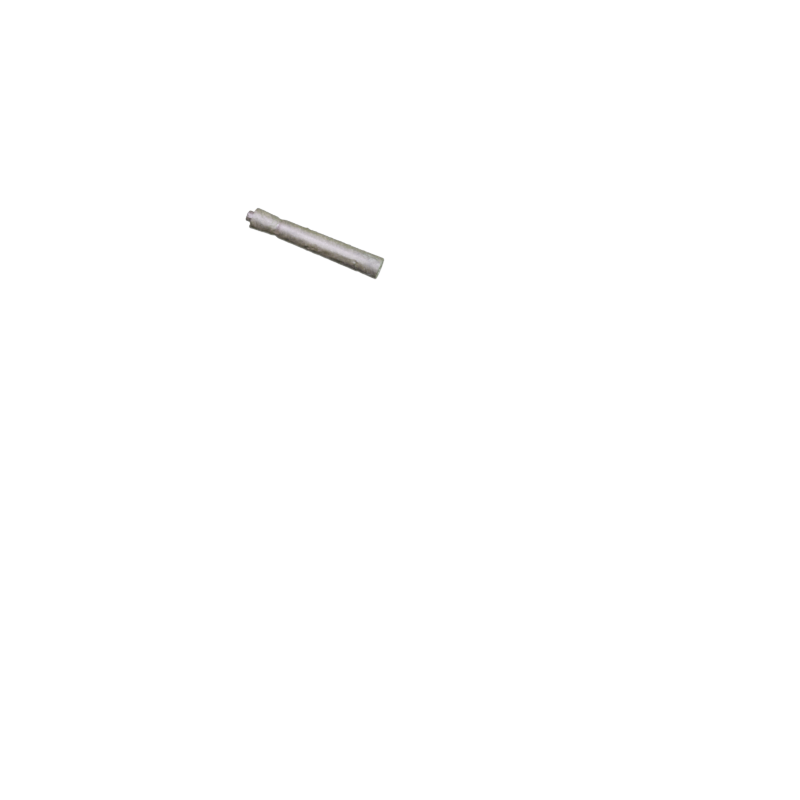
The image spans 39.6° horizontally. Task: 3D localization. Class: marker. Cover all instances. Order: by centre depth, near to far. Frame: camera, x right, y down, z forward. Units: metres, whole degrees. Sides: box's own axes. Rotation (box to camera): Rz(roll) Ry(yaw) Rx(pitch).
[{"bbox_3d":[-0.072,-0.132,0.925,0.123,0.020,0.020,23,6,8],"label":"marker"}]
